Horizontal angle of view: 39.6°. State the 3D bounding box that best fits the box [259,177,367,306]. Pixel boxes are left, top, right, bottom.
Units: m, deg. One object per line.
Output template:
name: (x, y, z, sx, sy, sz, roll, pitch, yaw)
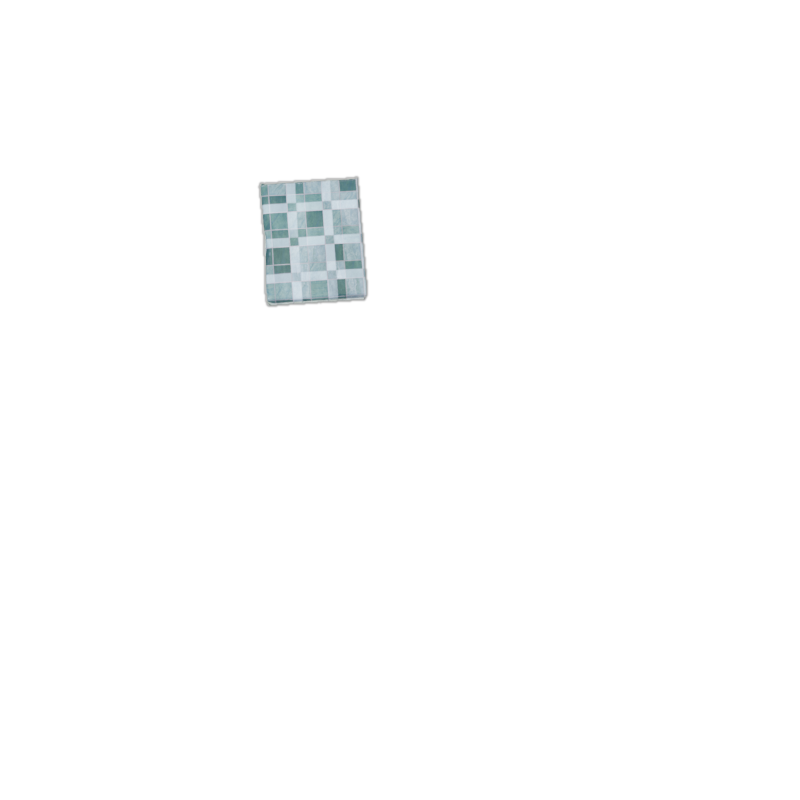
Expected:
box: (-0.063, -0.116, 0.808, 0.073, 0.092, 0.029, -4, -10, -1)
